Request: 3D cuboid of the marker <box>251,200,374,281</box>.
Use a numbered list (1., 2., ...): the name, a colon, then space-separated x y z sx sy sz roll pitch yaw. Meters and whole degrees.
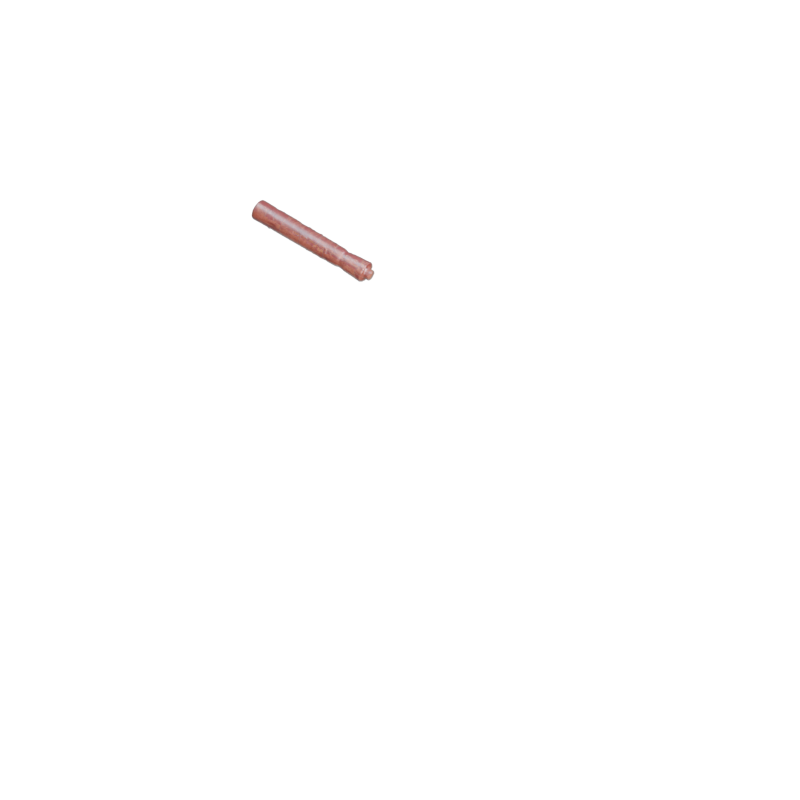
1. marker: -0.074 -0.135 0.947 0.127 0.019 0.019 32 15 20
